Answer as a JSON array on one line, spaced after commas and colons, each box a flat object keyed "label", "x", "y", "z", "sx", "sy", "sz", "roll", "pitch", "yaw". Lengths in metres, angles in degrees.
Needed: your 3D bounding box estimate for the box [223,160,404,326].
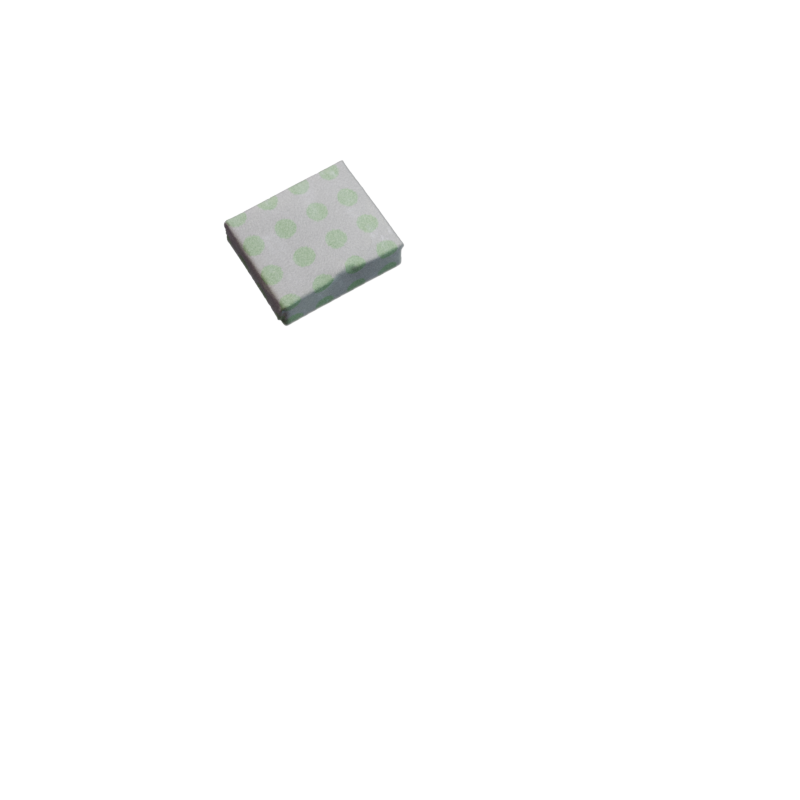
[{"label": "box", "x": -0.054, "y": -0.099, "z": 0.692, "sx": 0.089, "sy": 0.078, "sz": 0.028, "roll": -29, "pitch": -23, "yaw": -15}]
